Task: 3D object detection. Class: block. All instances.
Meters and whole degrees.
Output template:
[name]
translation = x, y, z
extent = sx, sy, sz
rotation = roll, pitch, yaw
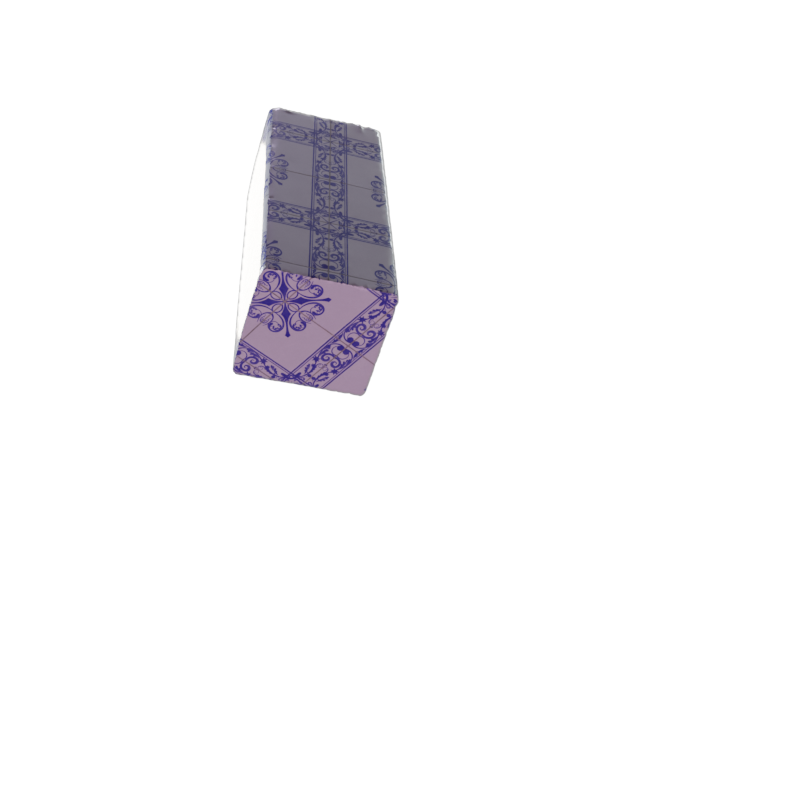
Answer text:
[block]
translation = -0.061, -0.112, 0.783
extent = 0.089, 0.086, 0.221
rotation = 10, 38, -12
